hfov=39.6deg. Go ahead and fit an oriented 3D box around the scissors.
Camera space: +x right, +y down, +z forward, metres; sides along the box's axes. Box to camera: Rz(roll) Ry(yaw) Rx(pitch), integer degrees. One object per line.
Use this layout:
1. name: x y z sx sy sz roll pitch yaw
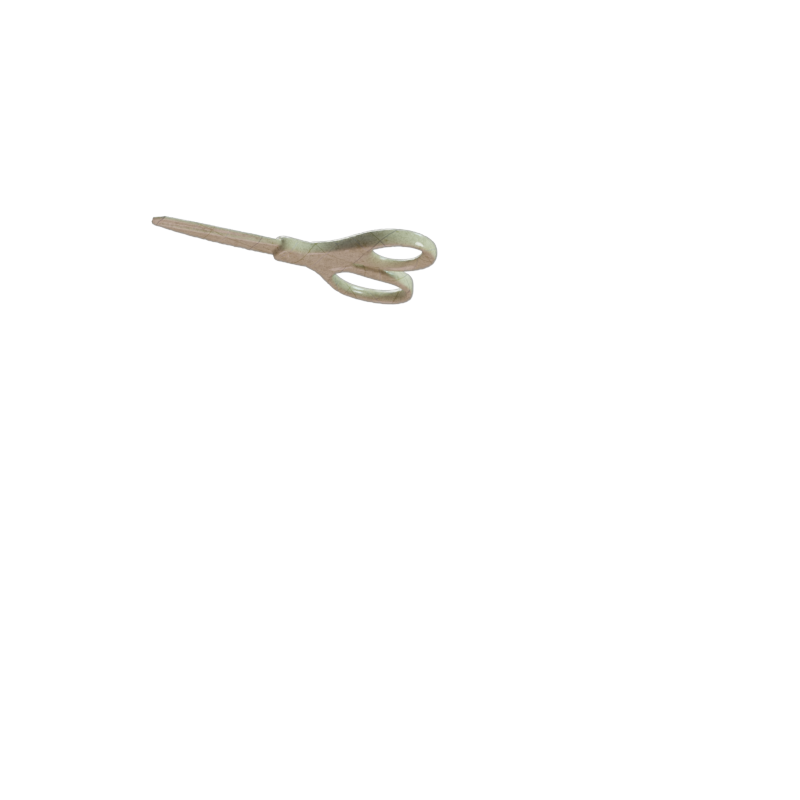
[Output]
1. scissors: -0.059 -0.108 0.760 0.190 0.017 0.096 19 -32 -35
